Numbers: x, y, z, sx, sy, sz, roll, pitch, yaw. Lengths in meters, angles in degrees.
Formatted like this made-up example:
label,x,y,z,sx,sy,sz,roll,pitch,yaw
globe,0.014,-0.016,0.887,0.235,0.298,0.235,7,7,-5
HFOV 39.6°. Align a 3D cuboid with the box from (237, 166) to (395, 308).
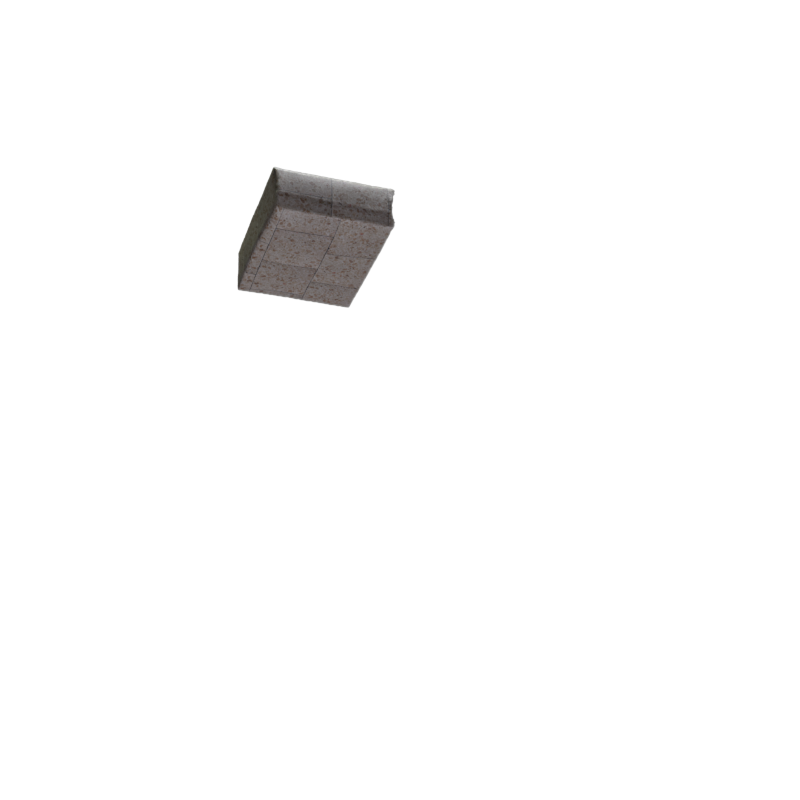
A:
label,x,y,z,sx,sy,sz,roll,pitch,yaw
box,-0.063,-0.115,0.805,0.088,0.041,0.109,9,-30,-17
